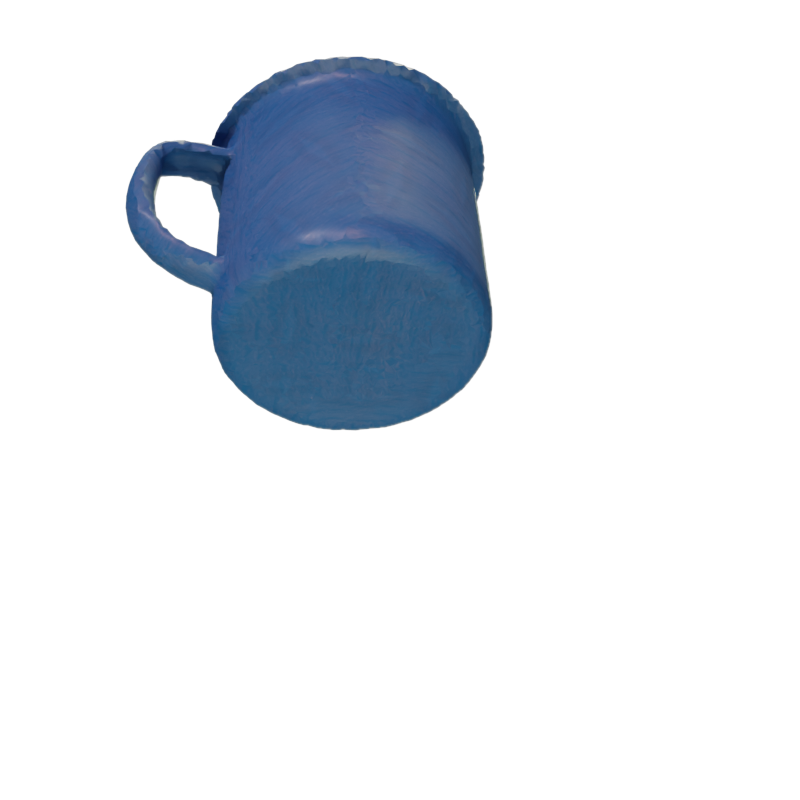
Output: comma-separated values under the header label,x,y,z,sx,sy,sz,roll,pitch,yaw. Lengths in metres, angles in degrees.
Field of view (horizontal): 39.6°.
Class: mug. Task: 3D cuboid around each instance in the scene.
label,x,y,z,sx,sy,sz,roll,pitch,yaw
mug,-0.027,-0.049,0.342,0.114,0.087,0.089,16,-48,-17
